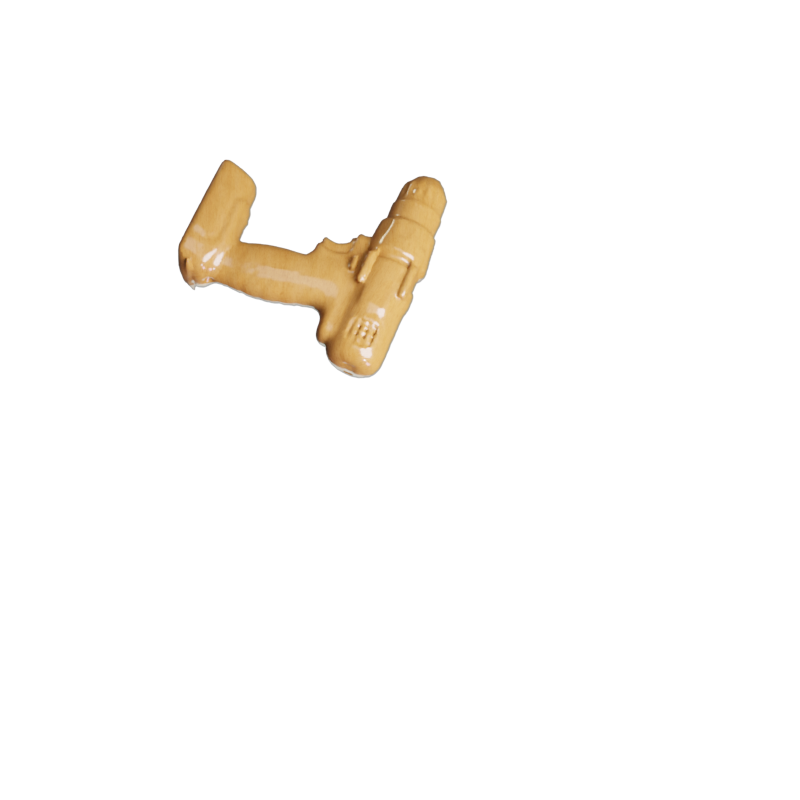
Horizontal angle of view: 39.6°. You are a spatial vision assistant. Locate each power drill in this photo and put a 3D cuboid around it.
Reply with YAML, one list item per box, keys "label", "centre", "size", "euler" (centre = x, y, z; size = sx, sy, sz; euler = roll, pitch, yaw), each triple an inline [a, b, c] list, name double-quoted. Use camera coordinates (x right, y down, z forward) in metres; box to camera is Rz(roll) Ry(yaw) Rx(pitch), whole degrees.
- label: "power drill"
  centre: [-0.070, -0.127, 0.892]
  size: [0.192, 0.192, 0.054]
  euler: [19, -27, 10]
